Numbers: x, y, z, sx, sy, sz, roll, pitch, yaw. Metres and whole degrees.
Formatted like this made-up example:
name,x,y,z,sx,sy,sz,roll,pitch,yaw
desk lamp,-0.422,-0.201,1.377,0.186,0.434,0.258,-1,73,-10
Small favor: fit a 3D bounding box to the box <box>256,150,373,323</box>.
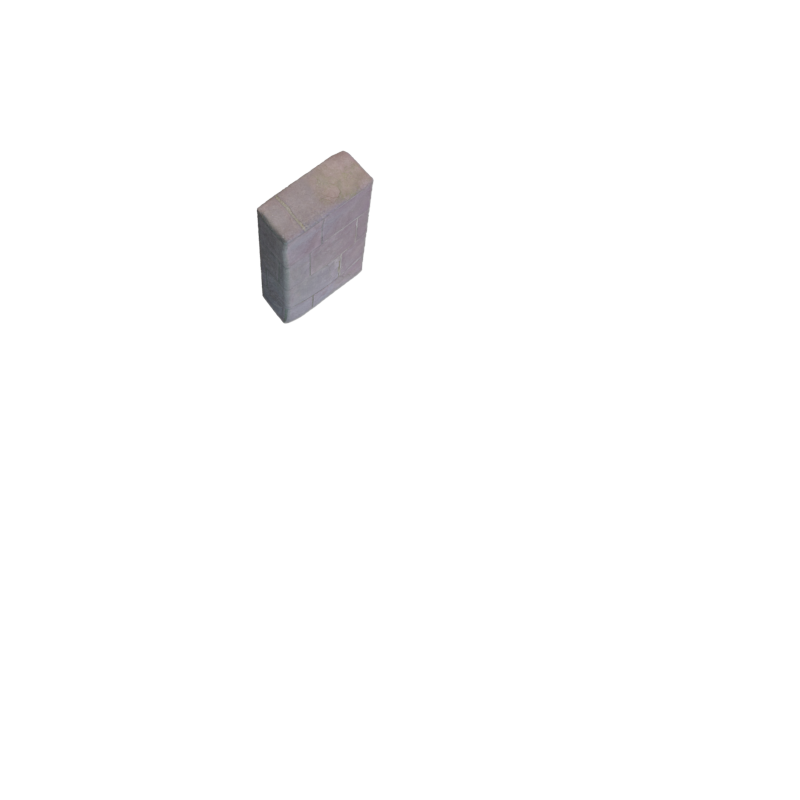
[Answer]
name,x,y,z,sx,sy,sz,roll,pitch,yaw
box,-0.075,-0.136,0.953,0.094,0.050,0.167,-38,-15,-17
